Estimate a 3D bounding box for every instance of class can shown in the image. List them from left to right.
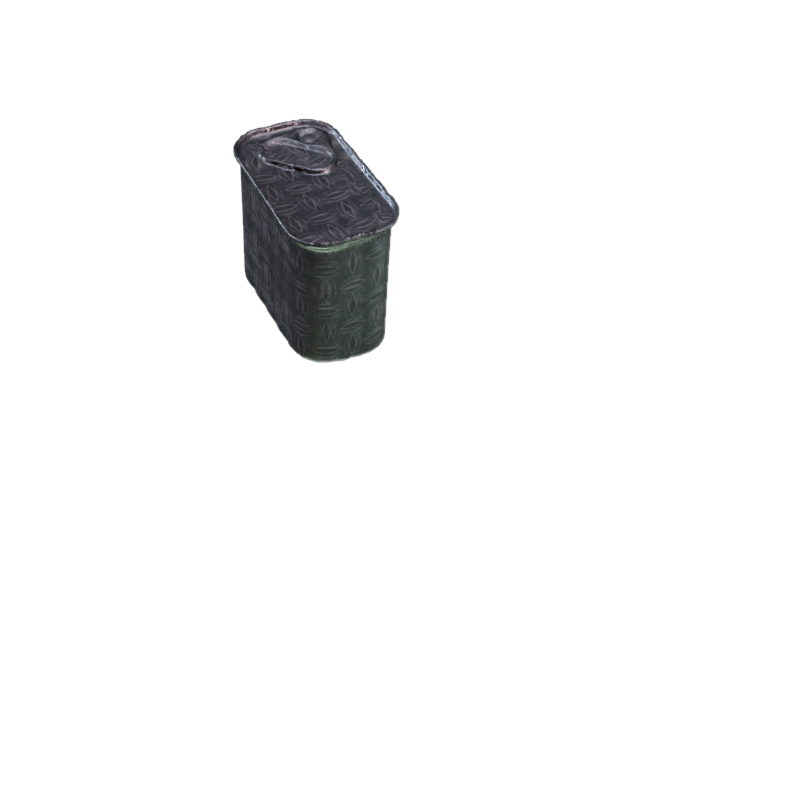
[{"bbox_3d":[-0.045,-0.081,0.569,0.057,0.078,0.110,-17,47,-20],"label":"can"}]
